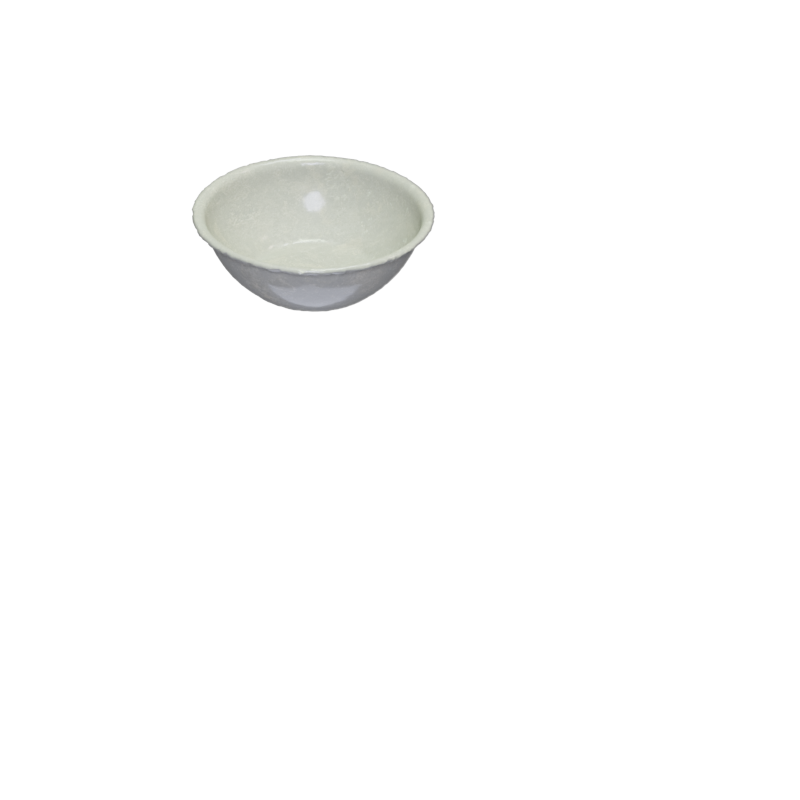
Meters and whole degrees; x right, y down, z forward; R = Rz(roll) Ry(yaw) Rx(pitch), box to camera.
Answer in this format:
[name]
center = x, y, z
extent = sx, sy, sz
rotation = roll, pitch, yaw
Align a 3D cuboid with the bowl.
[bowl]
center = -0.059, -0.108, 0.753
extent = 0.162, 0.052, 0.173
rotation = -1, 36, -2
